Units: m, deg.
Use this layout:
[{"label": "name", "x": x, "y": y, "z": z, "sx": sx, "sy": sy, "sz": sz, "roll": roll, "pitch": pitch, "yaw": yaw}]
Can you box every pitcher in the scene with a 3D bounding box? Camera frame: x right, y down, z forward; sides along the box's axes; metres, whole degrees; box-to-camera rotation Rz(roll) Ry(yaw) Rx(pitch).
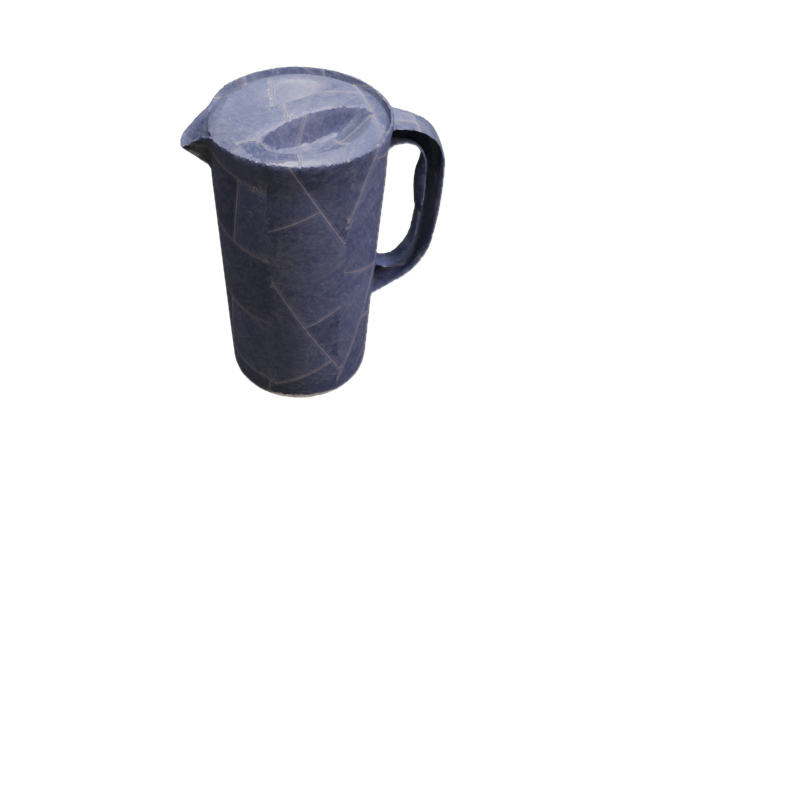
[{"label": "pitcher", "x": -0.066, "y": -0.121, "z": 0.845, "sx": 0.158, "sy": 0.226, "sz": 0.147, "roll": 29, "pitch": 48, "yaw": 25}]
